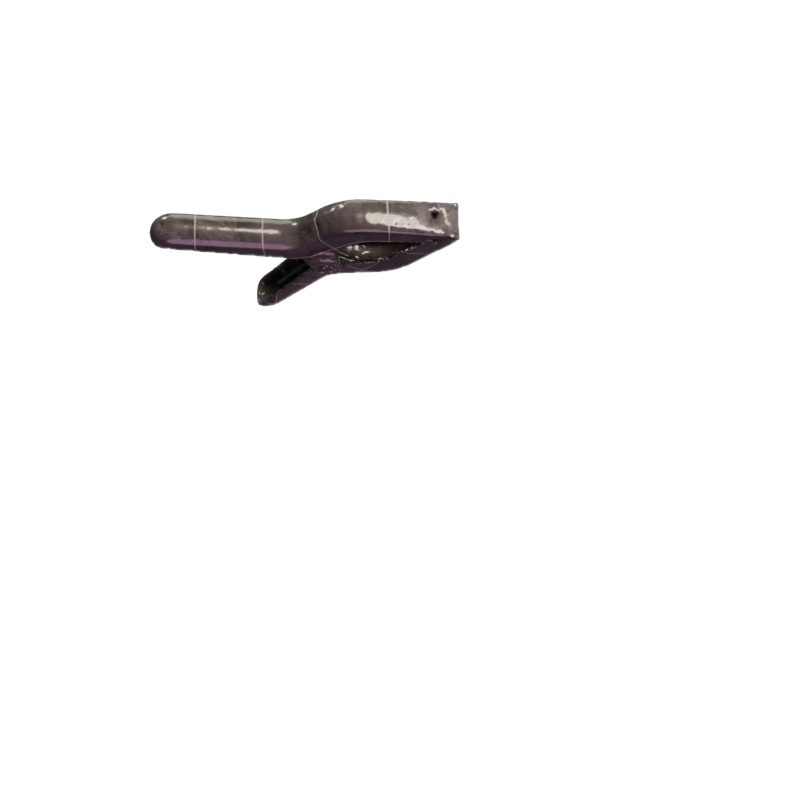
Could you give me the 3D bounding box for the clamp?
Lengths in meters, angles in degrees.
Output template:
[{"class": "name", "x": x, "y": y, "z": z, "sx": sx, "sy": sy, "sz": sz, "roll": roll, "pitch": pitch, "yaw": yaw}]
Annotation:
[{"class": "clamp", "x": -0.062, "y": -0.114, "z": 0.796, "sx": 0.215, "sy": 0.038, "sz": 0.154, "roll": -8, "pitch": -16, "yaw": 31}]
